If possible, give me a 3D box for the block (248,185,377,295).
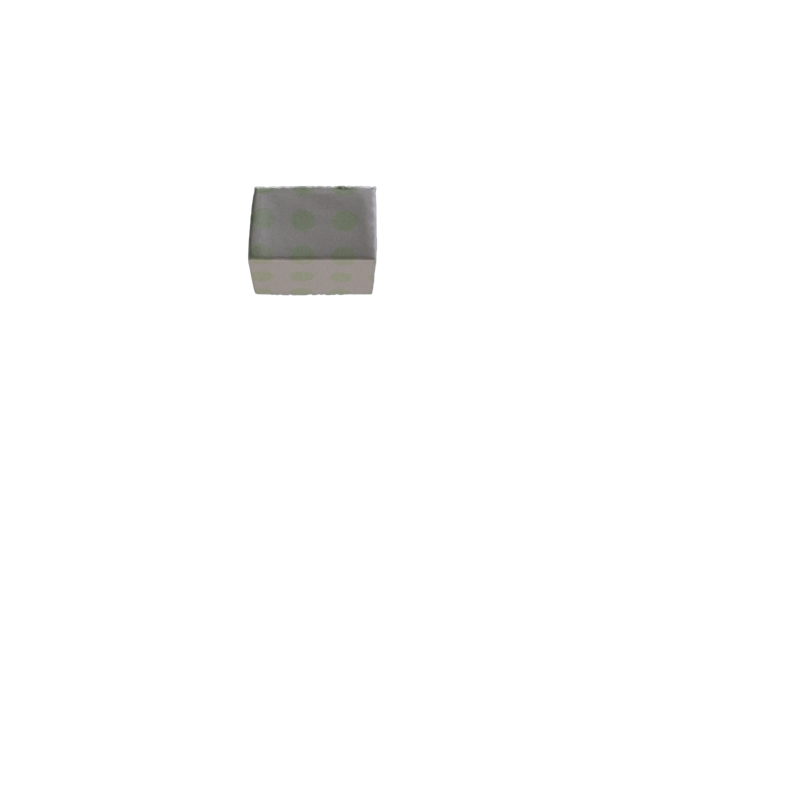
[{"bbox_3d":[-0.054,-0.099,0.691,0.078,0.054,0.050,0,-23,-1],"label":"block"}]
